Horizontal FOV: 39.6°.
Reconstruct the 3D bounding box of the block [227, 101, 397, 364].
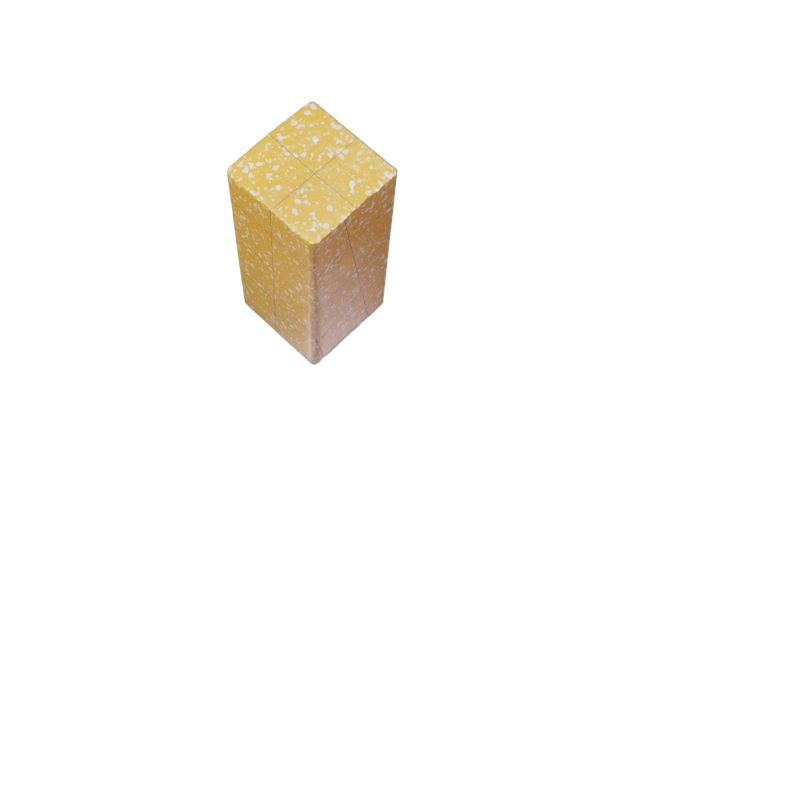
[{"bbox_3d":[-0.069,-0.124,0.869,0.091,0.095,0.195,-43,-15,-19],"label":"block"}]
